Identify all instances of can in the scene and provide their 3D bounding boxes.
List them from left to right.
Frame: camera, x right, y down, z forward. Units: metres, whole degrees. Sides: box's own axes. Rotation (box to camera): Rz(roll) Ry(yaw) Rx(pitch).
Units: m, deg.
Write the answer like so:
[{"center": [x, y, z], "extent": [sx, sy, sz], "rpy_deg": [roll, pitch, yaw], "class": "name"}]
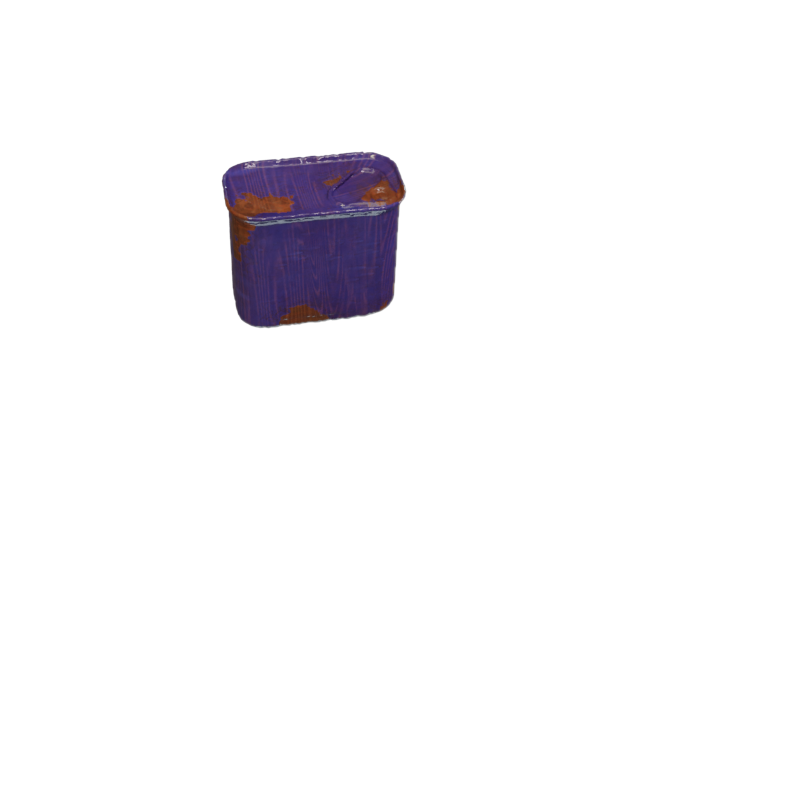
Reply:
[{"center": [-0.051, -0.093, 0.650], "extent": [0.101, 0.078, 0.062], "rpy_deg": [-6, 42, -9], "class": "can"}]
